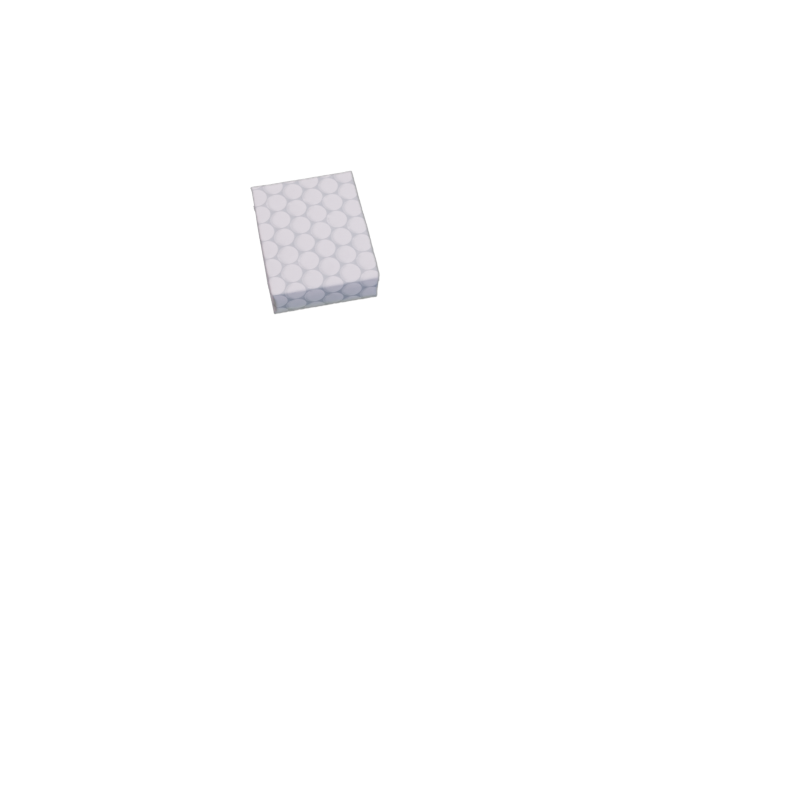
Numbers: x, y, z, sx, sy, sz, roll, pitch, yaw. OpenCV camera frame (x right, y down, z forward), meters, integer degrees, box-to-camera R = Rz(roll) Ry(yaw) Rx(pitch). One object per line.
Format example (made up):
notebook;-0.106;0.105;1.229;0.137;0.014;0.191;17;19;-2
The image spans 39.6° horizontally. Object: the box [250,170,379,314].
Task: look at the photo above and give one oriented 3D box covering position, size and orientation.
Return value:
box;-0.073;-0.133;0.935;0.089;0.122;0.036;-10;-32;-7
